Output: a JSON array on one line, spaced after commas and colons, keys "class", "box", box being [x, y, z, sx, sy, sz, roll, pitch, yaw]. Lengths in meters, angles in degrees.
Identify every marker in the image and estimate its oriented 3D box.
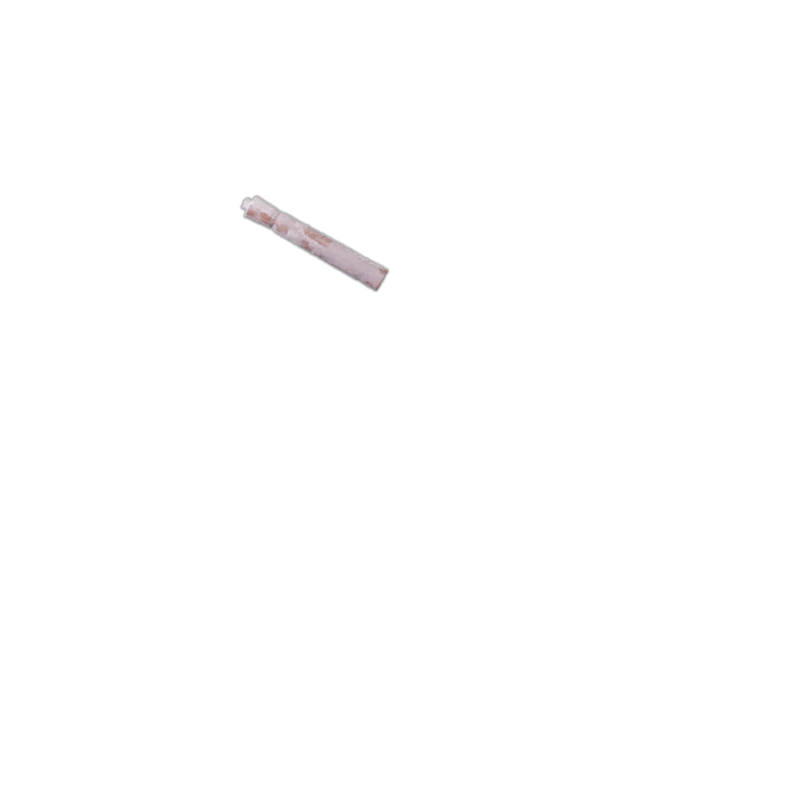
[{"class": "marker", "box": [-0.066, -0.119, 0.837, 0.122, 0.020, 0.020, 30, 5, 5]}]
